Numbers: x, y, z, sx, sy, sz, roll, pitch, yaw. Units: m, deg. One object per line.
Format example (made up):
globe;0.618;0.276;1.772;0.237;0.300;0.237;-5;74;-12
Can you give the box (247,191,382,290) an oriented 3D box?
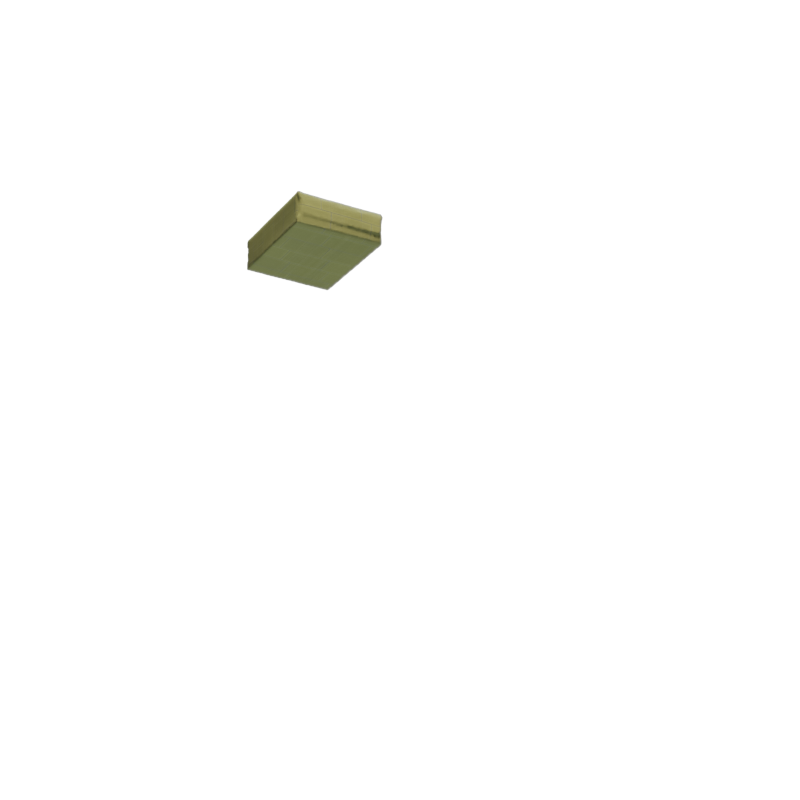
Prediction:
box;-0.066;-0.121;0.850;0.070;0.032;0.088;13;-27;-27
